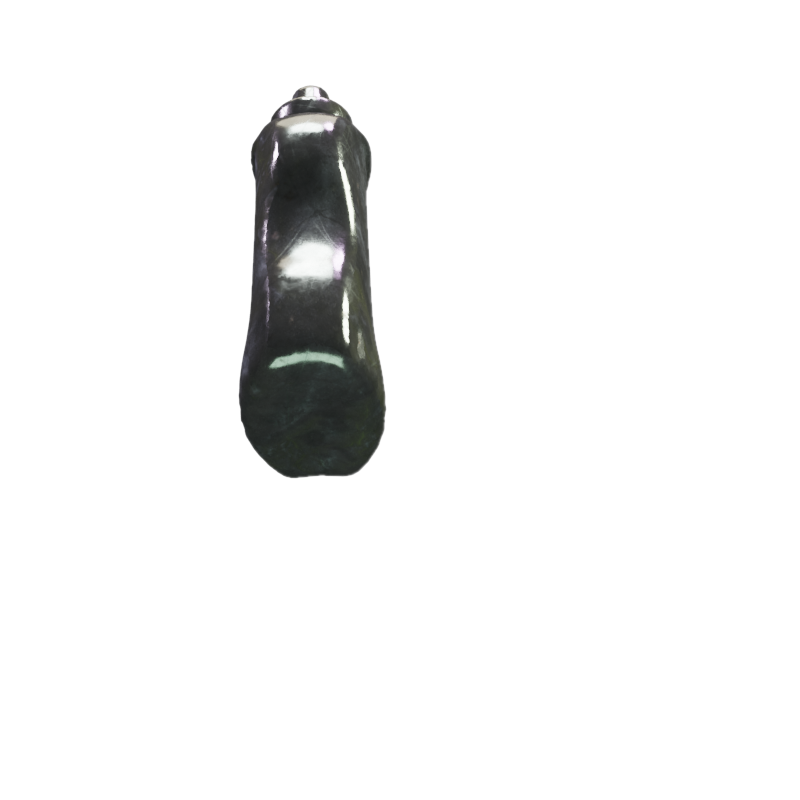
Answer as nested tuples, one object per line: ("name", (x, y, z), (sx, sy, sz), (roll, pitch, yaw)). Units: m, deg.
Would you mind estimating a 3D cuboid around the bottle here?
("bottle", (-0.039, -0.071, 0.495), (0.058, 0.206, 0.089), (-4, -37, 1))
